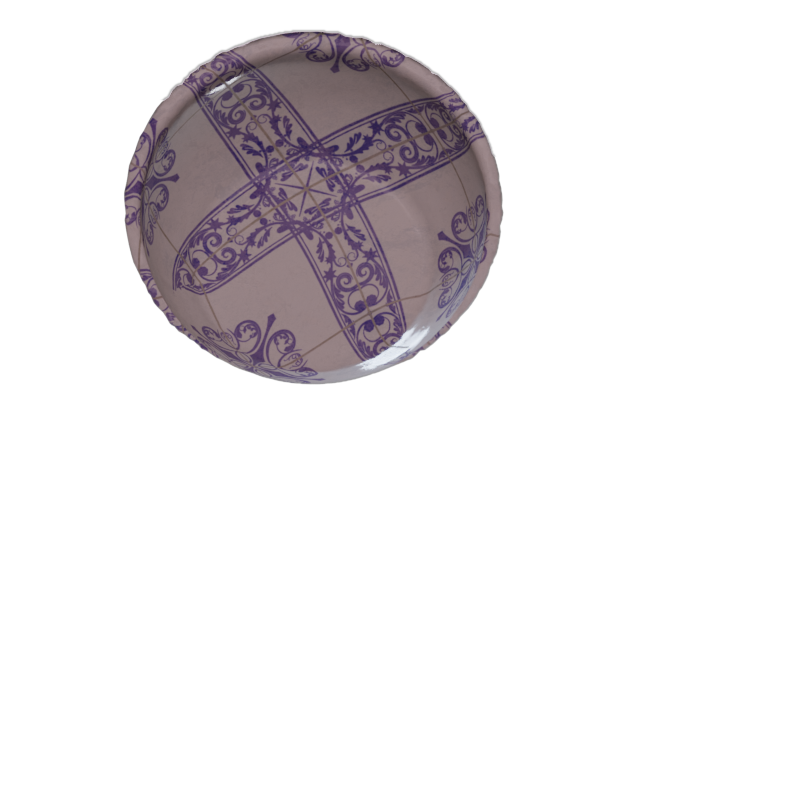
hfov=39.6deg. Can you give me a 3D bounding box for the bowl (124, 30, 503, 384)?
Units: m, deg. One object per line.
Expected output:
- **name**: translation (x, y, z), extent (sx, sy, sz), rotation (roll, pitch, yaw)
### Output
- **bowl**: translation (-0.035, -0.064, 0.451), extent (0.162, 0.154, 0.058), rotation (1, 25, -1)
